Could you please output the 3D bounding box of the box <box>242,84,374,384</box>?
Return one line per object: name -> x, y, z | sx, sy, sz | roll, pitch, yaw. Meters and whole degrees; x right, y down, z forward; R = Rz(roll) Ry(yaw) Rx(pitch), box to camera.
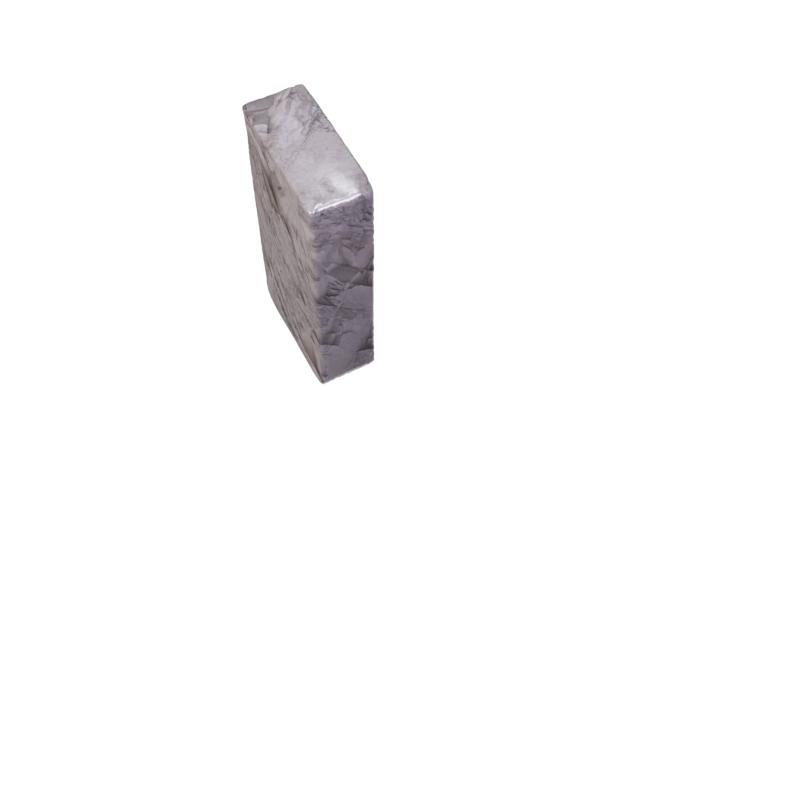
box -> -0.052, -0.096, 0.673 | 0.048, 0.100, 0.165 | -21, -29, -17
